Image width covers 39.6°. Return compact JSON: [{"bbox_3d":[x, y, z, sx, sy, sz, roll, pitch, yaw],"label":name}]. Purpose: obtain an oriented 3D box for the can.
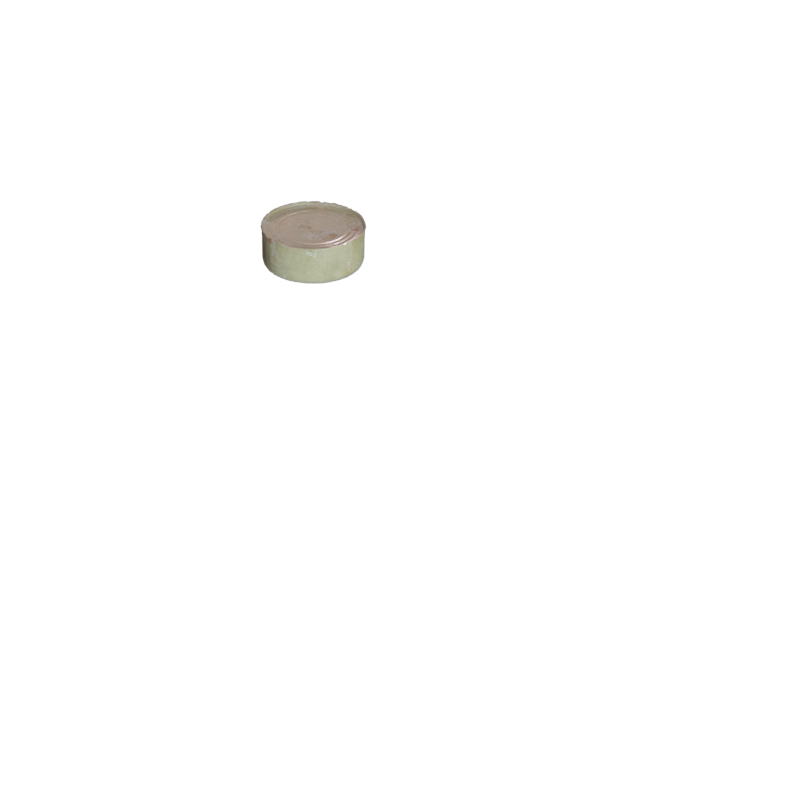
[{"bbox_3d":[-0.071,-0.130,0.910,0.086,0.031,0.092,-1,34,-2],"label":"can"}]
